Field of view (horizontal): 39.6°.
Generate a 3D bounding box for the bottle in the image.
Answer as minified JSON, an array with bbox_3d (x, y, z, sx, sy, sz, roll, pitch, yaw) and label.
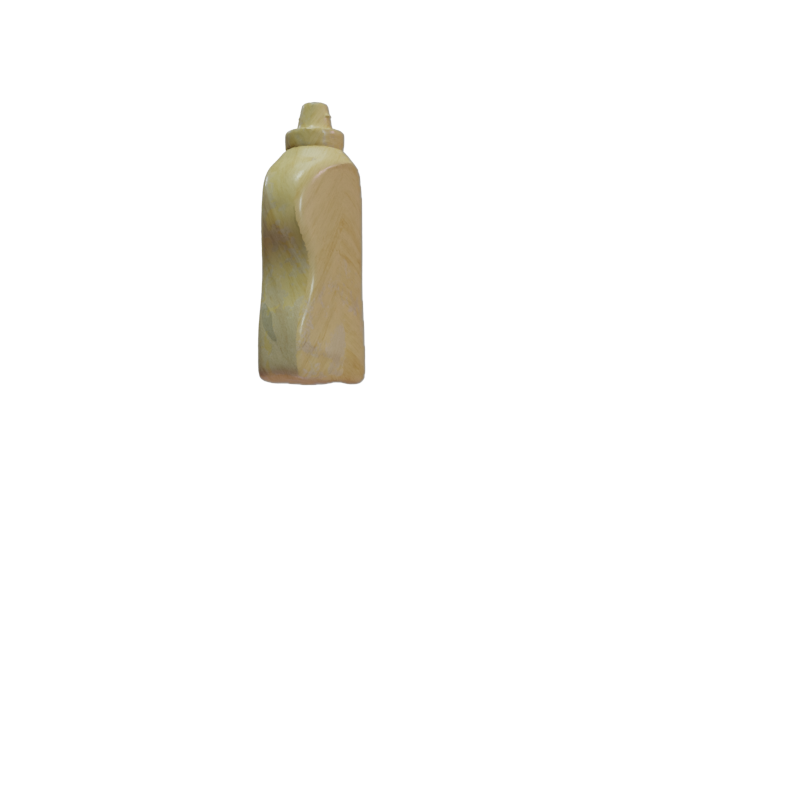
[{"bbox_3d":[-0.059,-0.108,0.754,0.060,0.196,0.091,-5,-9,28],"label":"bottle"}]
